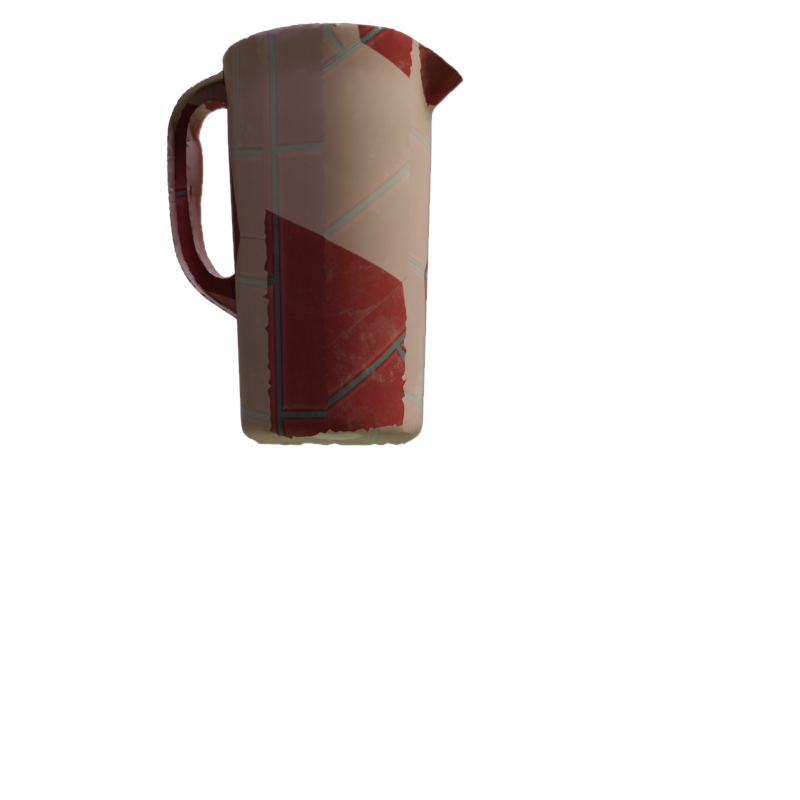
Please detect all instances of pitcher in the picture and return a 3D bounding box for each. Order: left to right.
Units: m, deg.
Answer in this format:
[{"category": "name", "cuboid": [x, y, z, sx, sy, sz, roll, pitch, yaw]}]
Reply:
[{"category": "pitcher", "cuboid": [-0.053, -0.097, 0.677, 0.139, 0.248, 0.152, 4, -8, -32]}]
